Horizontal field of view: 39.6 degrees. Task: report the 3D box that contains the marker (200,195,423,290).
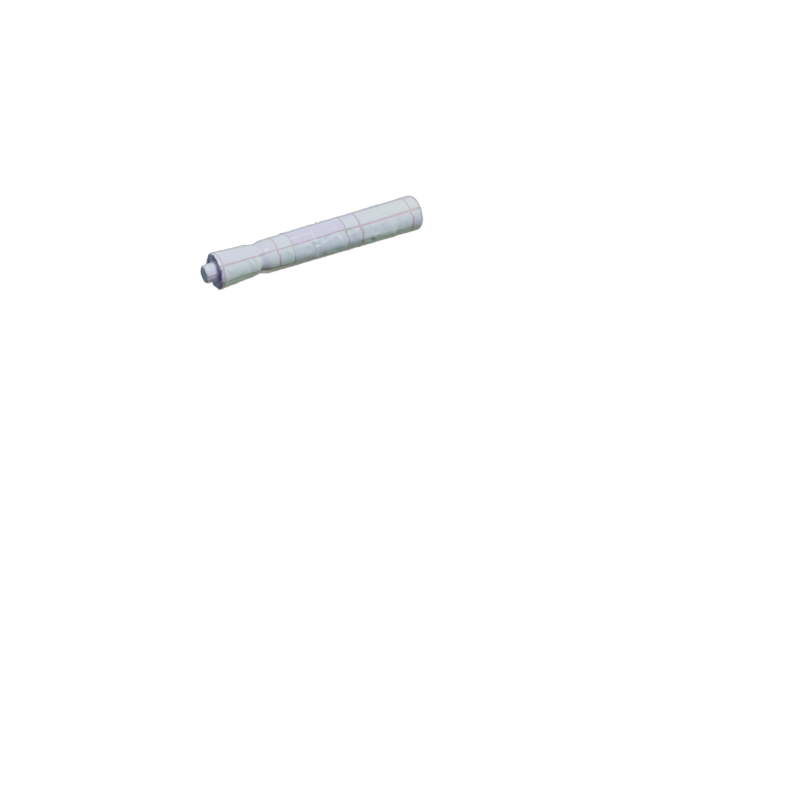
[{"bbox_3d":[-0.044,-0.080,0.557,0.119,0.019,0.020,-20,13,-24],"label":"marker"}]
